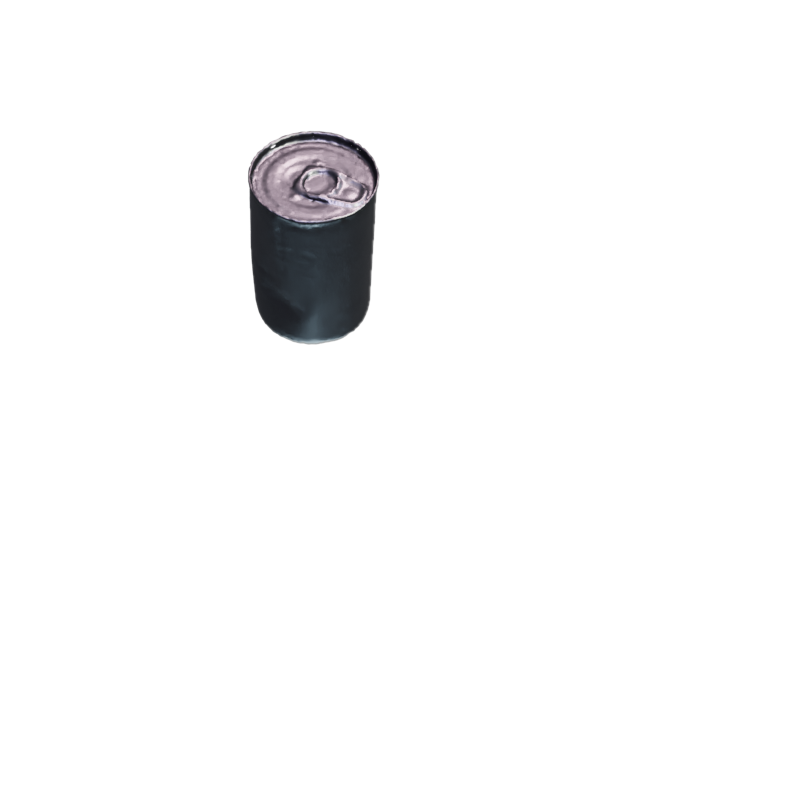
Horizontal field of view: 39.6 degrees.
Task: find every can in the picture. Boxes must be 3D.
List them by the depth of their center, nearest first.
[{"bbox_3d":[-0.048,-0.087,0.607,0.068,0.073,0.095,0,-39,-3],"label":"can"}]
